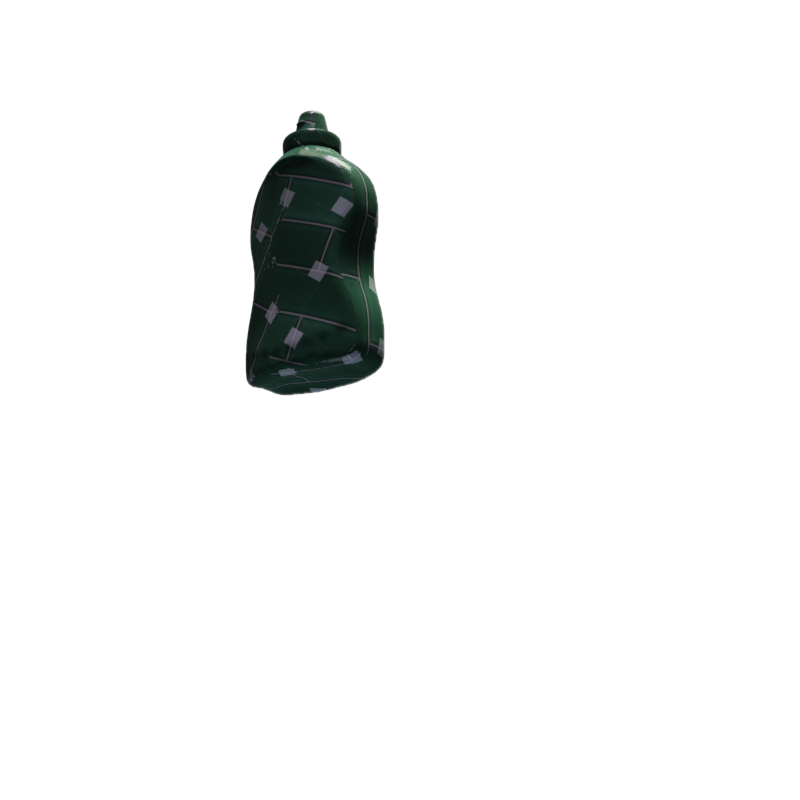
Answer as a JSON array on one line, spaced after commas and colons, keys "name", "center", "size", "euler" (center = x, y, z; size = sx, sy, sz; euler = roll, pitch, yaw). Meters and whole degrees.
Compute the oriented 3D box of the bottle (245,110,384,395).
[{"name": "bottle", "center": [-0.058, -0.105, 0.738], "size": [0.097, 0.202, 0.055], "euler": [-19, -28, 37]}]
